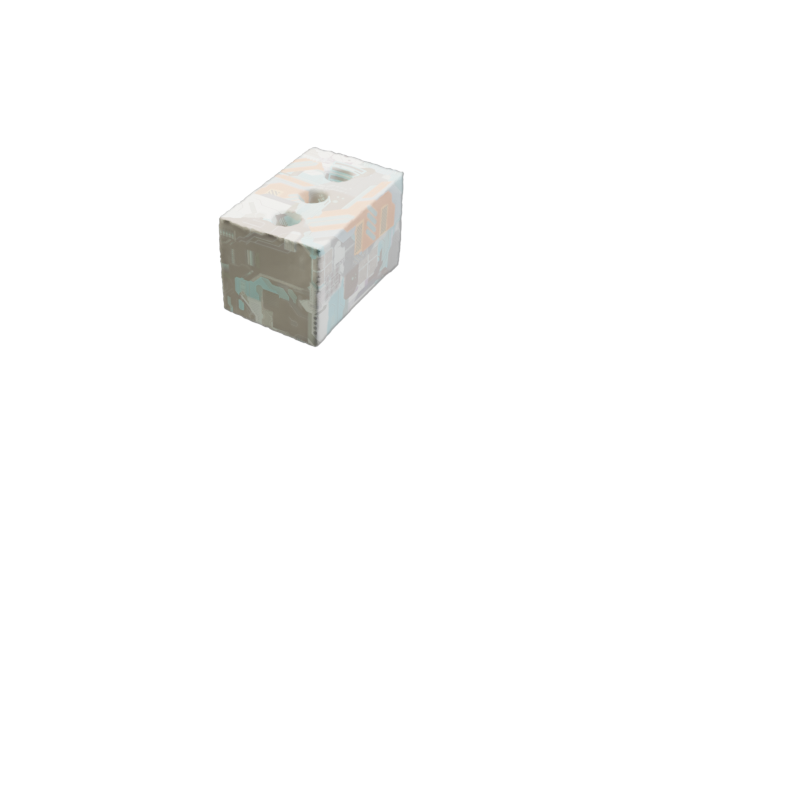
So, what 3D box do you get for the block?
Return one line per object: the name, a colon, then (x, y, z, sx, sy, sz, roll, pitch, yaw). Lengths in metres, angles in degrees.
block: (-0.040, -0.072, 0.505, 0.055, 0.048, 0.080, 19, 41, 21)
